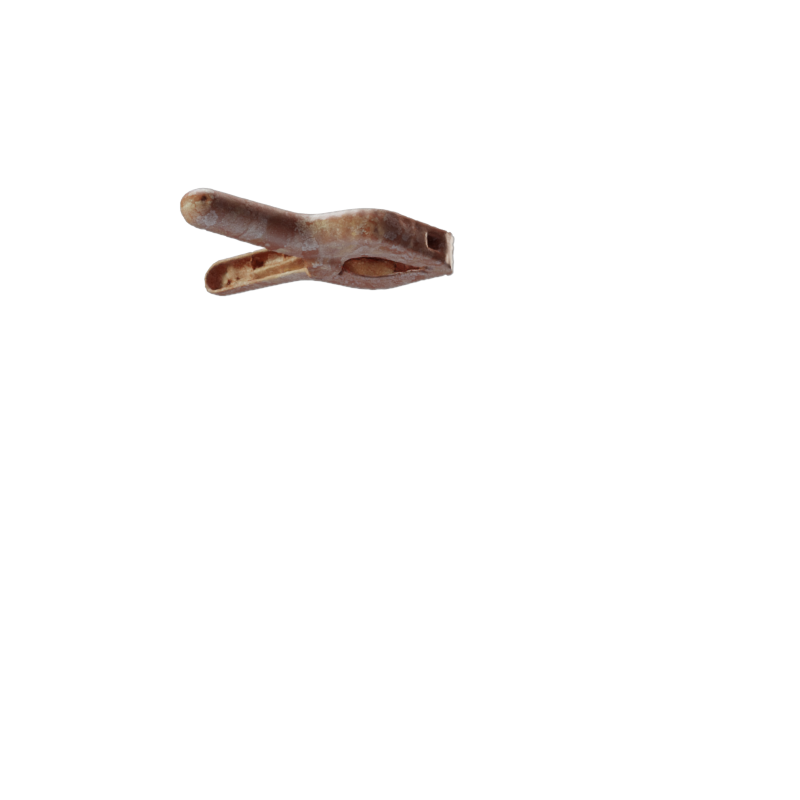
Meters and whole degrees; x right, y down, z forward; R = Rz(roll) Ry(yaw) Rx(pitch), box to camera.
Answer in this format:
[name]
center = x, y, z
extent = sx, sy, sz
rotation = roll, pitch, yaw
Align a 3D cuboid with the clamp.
[clamp]
center = -0.054, -0.099, 0.691
extent = 0.173, 0.041, 0.114
rotation = -3, -15, 10
